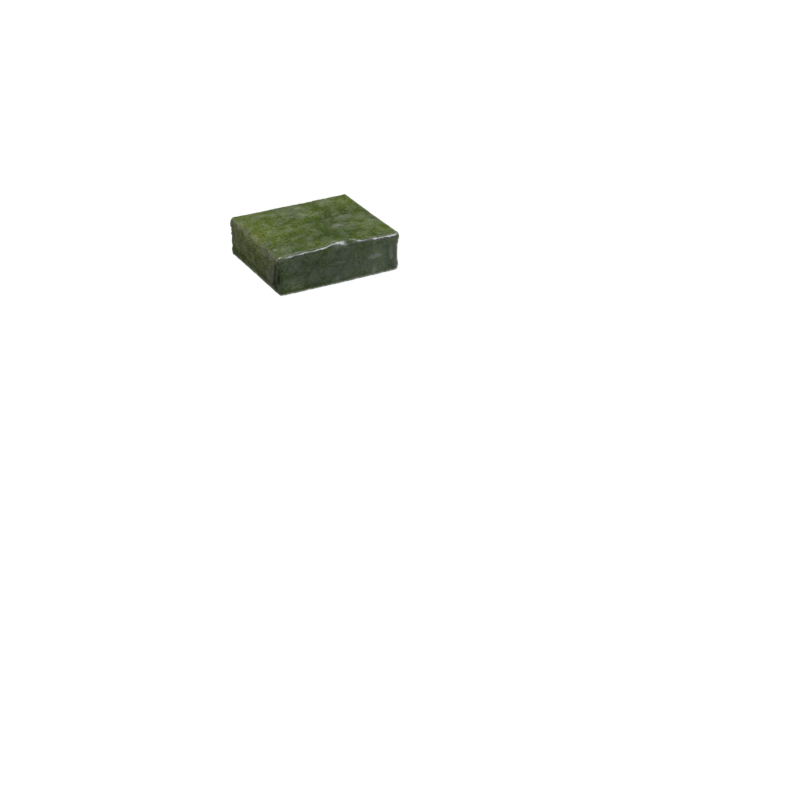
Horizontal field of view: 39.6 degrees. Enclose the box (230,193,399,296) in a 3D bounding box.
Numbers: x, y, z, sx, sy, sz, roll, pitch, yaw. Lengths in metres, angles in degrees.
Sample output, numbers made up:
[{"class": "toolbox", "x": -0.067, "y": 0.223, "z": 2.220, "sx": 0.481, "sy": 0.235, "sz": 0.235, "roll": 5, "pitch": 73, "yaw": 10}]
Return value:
[{"class": "box", "x": -0.057, "y": -0.103, "z": 0.724, "sx": 0.088, "sy": 0.028, "sz": 0.079, "roll": -15, "pitch": 34, "yaw": -25}]
